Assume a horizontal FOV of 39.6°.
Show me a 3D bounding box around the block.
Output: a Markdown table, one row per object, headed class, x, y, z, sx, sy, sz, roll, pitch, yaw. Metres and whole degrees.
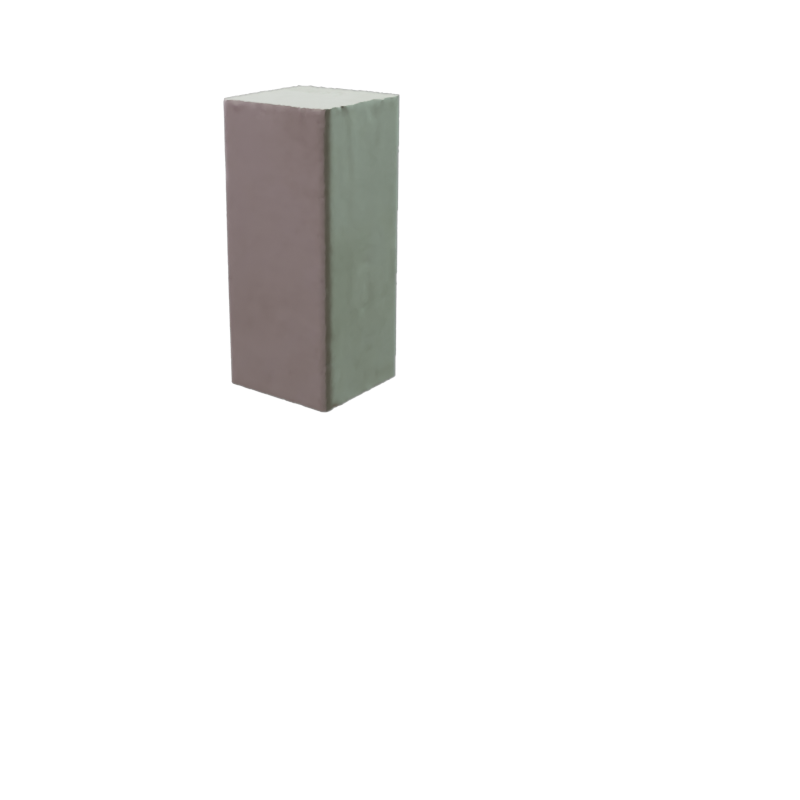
| class | x | y | z | sx | sy | sz | roll | pitch | yaw |
| --- | --- | --- | --- | --- | --- | --- | --- | --- | --- |
| block | -0.062 | -0.111 | 0.778 | 0.095 | 0.198 | 0.089 | 13 | 21 | 34 |
